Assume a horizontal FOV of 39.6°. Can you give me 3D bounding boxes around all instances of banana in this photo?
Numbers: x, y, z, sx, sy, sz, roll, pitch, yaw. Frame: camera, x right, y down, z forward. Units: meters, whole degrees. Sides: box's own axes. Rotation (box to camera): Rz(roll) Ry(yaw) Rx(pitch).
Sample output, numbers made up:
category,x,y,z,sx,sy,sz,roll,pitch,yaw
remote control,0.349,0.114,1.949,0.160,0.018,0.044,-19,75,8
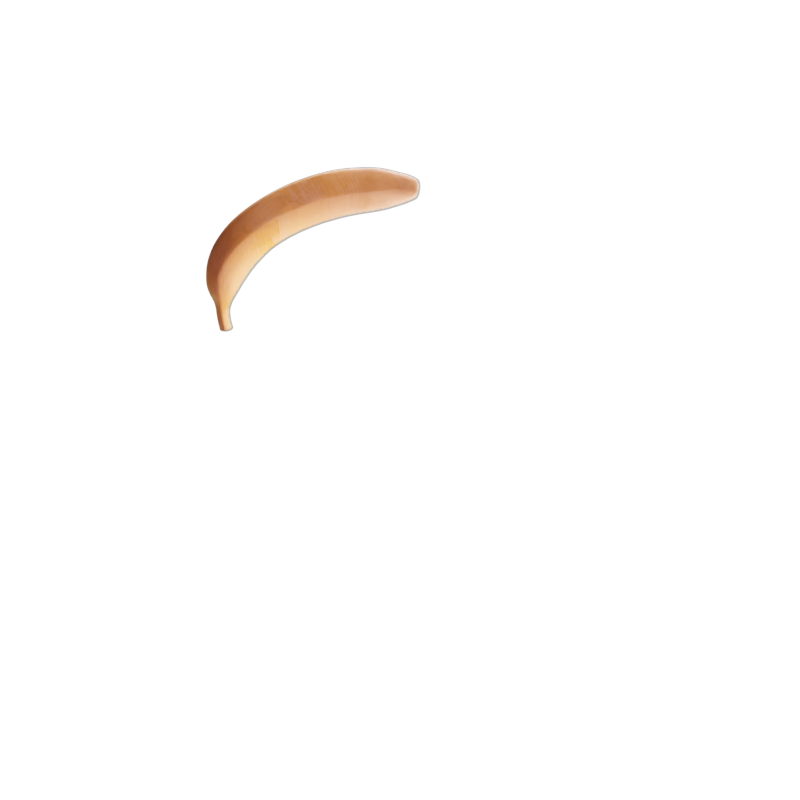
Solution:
category,x,y,z,sx,sy,sz,roll,pitch,yaw
banana,-0.081,-0.131,0.848,0.197,0.066,0.039,-32,27,18
